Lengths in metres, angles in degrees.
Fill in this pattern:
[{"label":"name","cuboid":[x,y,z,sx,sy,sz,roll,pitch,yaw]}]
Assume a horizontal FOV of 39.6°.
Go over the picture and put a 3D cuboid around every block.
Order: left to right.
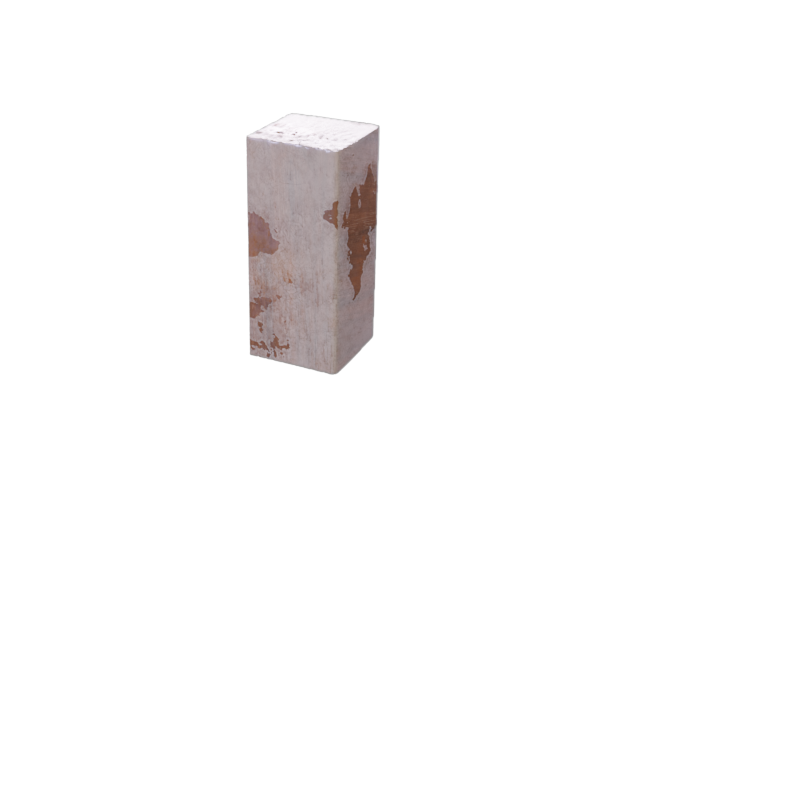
[{"label":"block","cuboid":[-0.077,-0.141,0.989,0.094,0.196,0.091,12,26,22]}]
